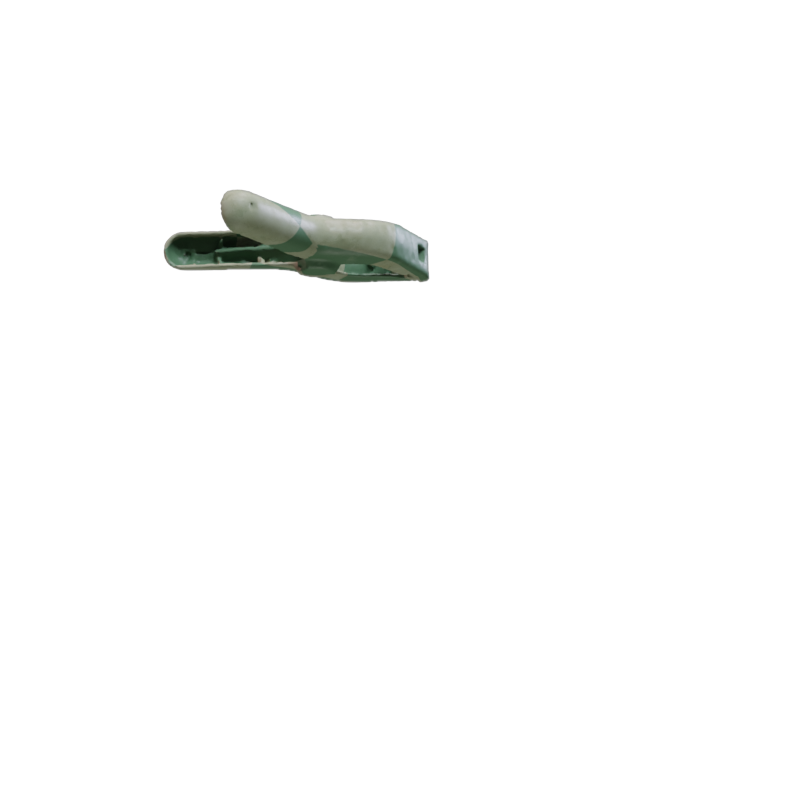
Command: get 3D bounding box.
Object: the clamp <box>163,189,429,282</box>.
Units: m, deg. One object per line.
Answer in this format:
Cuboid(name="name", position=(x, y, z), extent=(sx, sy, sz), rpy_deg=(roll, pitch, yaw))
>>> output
Cuboid(name="clamp", position=(-0.054, -0.099, 0.690), extent=(0.168, 0.040, 0.121), rpy_deg=(0, -2, -18))
